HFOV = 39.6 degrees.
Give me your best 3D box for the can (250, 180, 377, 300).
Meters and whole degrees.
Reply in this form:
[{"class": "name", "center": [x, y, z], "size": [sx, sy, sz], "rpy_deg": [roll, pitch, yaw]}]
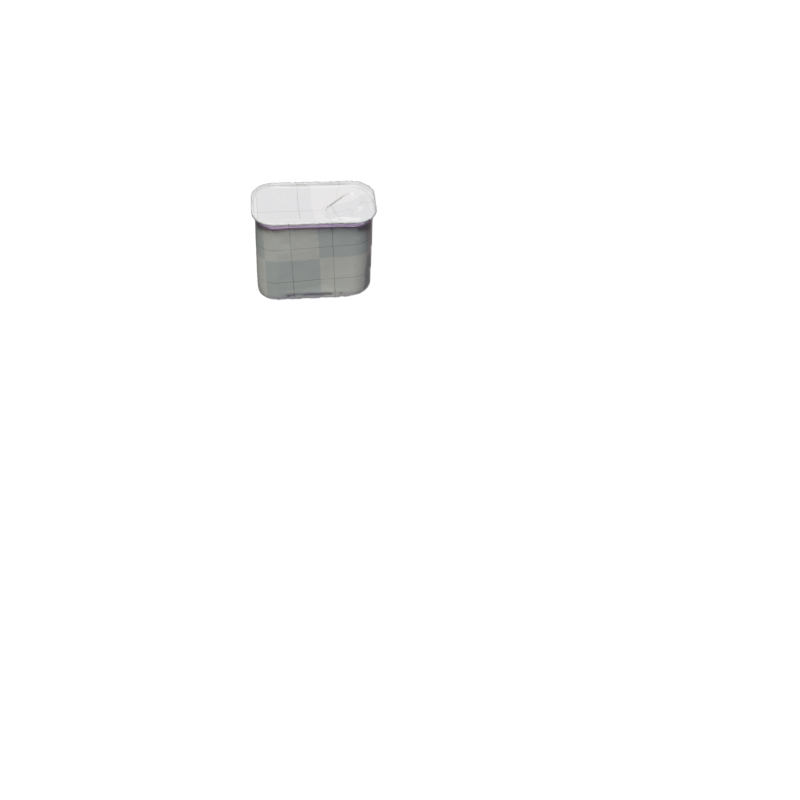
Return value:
[{"class": "can", "center": [-0.072, -0.132, 0.925], "size": [0.101, 0.078, 0.062], "rpy_deg": [-2, 42, -4]}]
